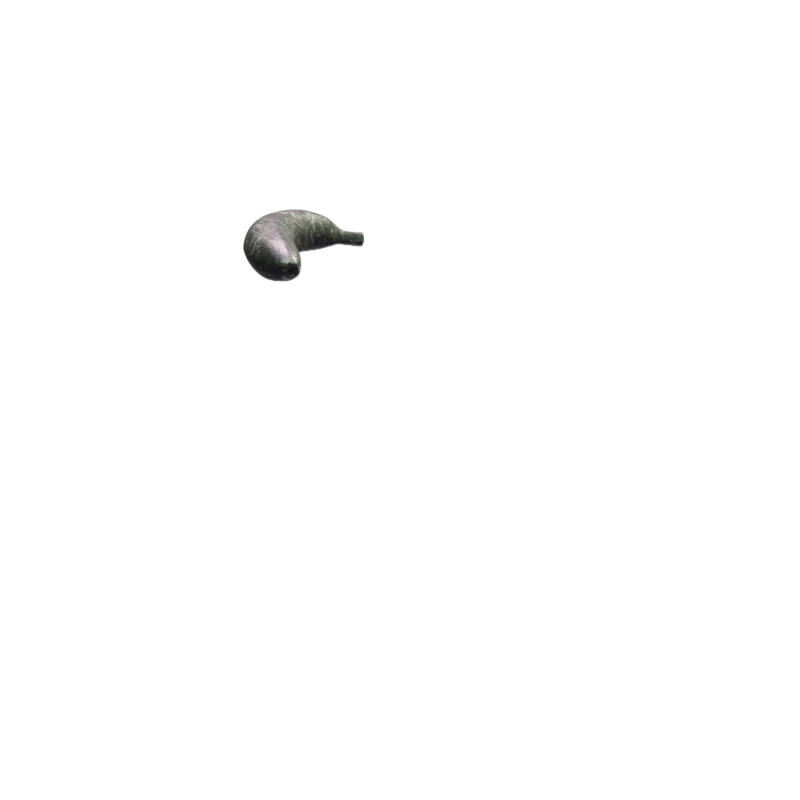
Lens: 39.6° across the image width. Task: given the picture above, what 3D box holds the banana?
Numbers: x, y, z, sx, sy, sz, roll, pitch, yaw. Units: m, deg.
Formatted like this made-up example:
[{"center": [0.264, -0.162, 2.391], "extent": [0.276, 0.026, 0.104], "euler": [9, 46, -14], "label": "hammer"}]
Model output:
[{"center": [-0.083, -0.122, 0.844], "extent": [0.071, 0.036, 0.200], "euler": [4, 17, 12], "label": "banana"}]
